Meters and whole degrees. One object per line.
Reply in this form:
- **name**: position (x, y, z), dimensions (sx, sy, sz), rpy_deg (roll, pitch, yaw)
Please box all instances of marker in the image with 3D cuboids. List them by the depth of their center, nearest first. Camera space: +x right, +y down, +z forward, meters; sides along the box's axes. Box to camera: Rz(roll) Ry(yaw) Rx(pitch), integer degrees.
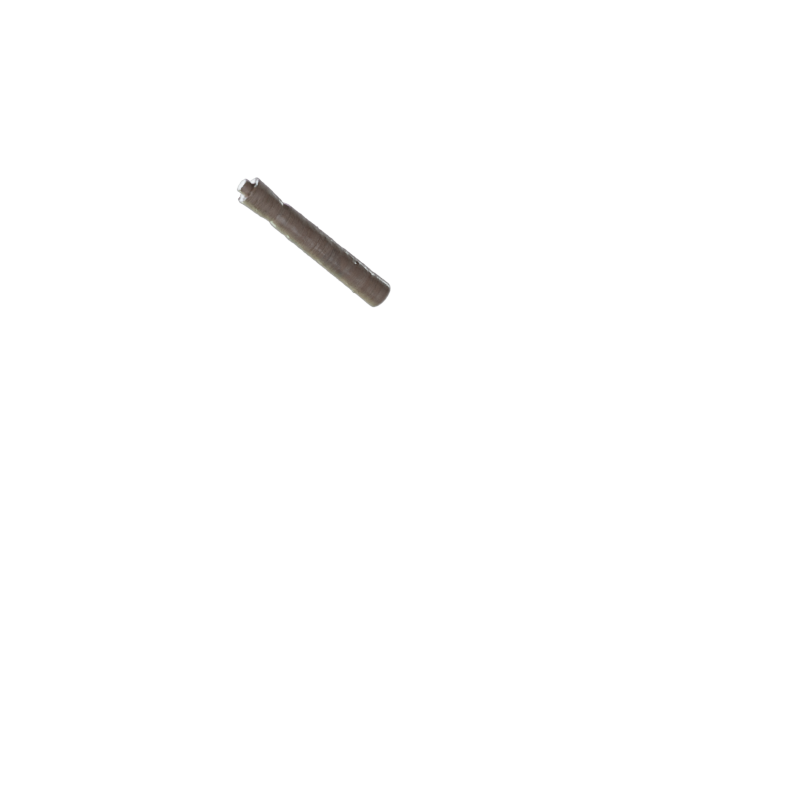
- **marker**: position (-0.054, -0.099, 0.695), dimensions (0.115, 0.020, 0.020), rpy_deg (37, -14, -23)
